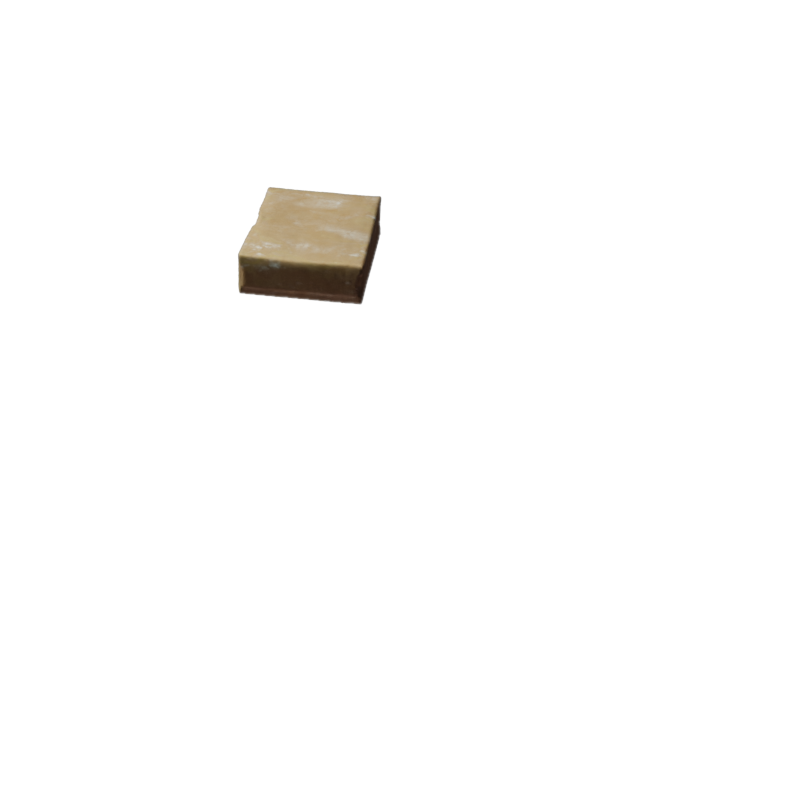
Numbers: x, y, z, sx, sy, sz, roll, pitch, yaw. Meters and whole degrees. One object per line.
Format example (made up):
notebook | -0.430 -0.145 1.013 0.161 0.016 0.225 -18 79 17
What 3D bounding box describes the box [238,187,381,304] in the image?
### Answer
box | -0.052 -0.095 0.667 0.074 0.028 0.094 5 36 6
